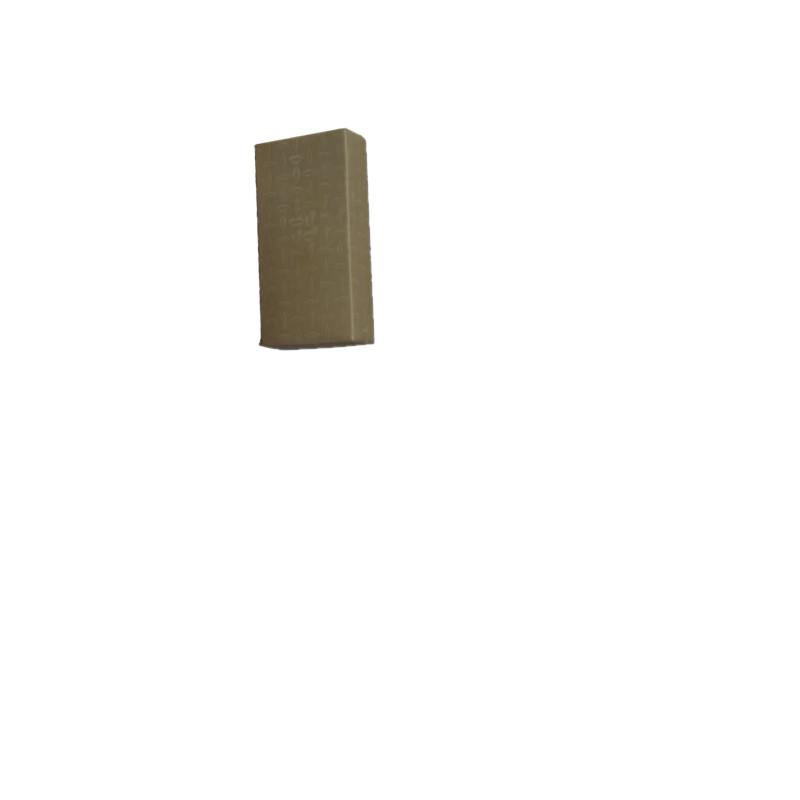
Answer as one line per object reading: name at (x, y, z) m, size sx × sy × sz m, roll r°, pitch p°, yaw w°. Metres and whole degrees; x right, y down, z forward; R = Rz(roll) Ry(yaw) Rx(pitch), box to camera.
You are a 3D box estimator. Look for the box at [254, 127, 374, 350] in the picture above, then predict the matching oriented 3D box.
box at (-0.072, -0.132, 0.927) m, size 0.096 × 0.181 × 0.046 m, roll -6°, pitch -11°, yaw 28°
